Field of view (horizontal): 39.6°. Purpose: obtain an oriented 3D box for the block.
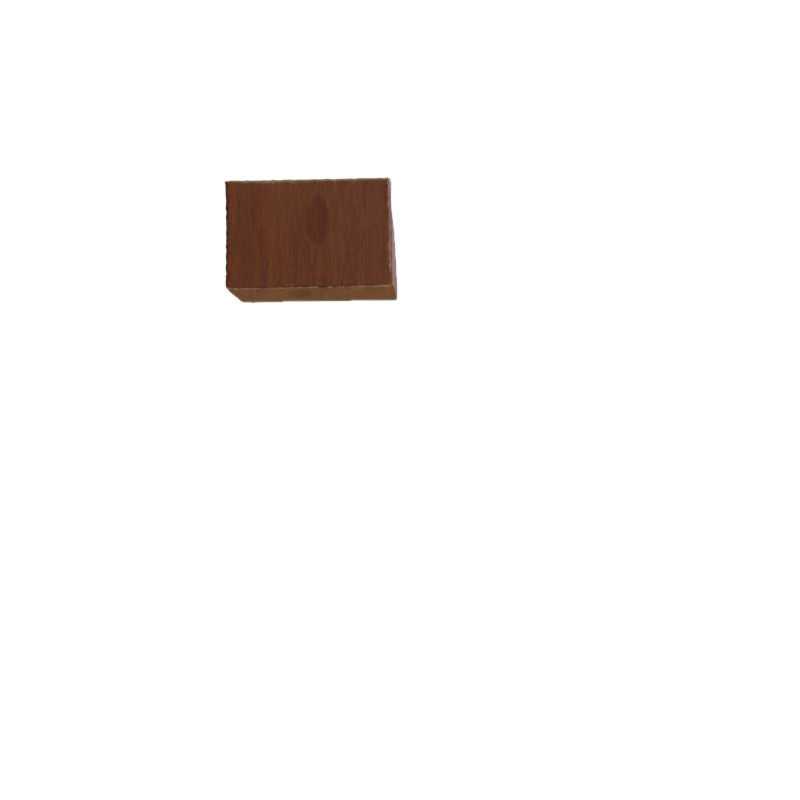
[{"bbox_3d":[-0.041,-0.074,0.521,0.078,0.052,0.051,0,-6,3],"label":"block"}]
